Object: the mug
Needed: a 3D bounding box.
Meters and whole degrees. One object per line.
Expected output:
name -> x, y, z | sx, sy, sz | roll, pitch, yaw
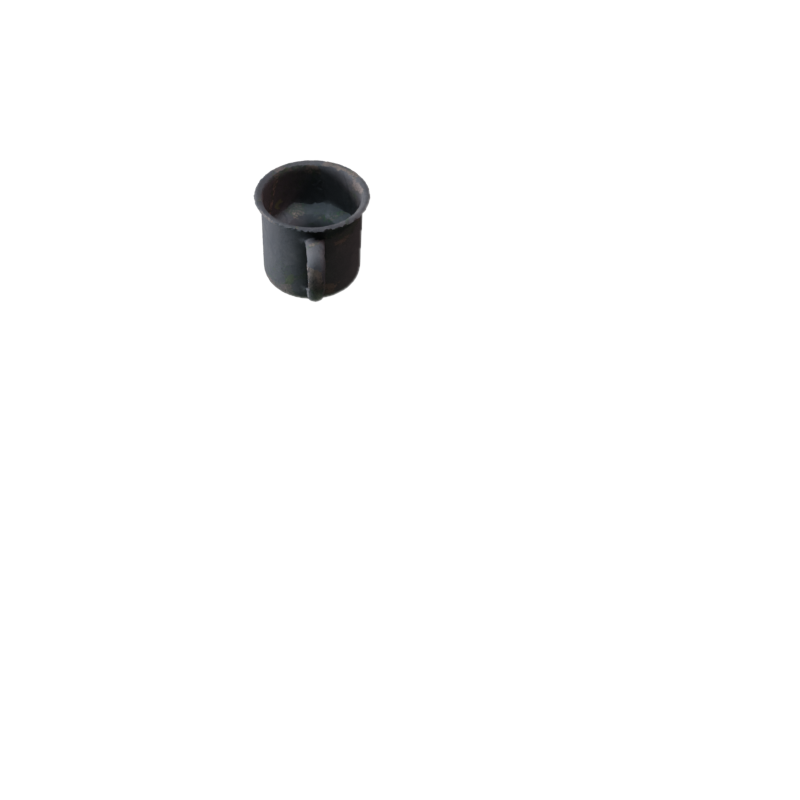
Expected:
mug -> -0.071, -0.129, 0.904 | 0.093, 0.076, 0.126 | -4, 45, -6
